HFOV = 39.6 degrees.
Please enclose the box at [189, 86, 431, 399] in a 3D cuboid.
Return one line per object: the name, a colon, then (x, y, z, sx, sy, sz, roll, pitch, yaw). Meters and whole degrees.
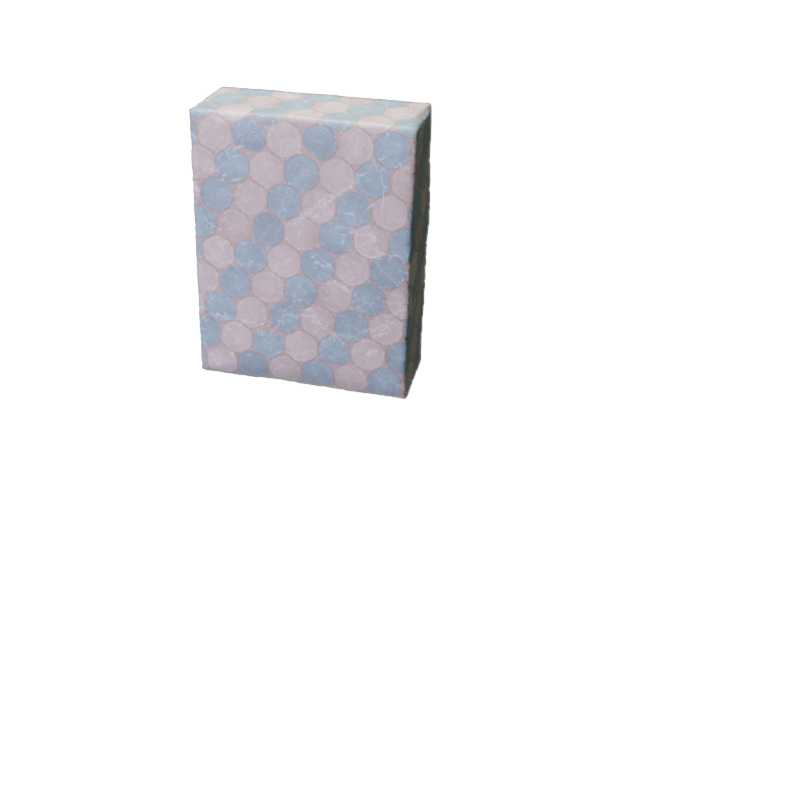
box: (-0.064, -0.117, 0.822, 0.168, 0.202, 0.074, 8, 27, 13)
